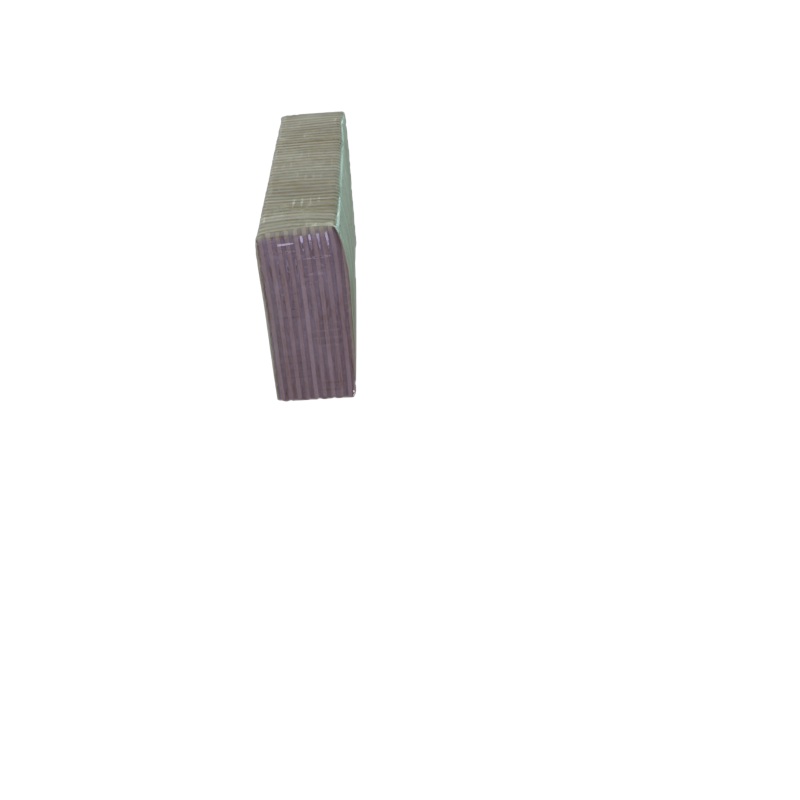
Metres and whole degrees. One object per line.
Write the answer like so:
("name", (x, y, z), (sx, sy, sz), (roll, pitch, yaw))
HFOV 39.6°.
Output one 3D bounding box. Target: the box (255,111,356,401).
("box", (-0.048, -0.086, 0.605), (0.048, 0.088, 0.187), (-5, 30, -1))
